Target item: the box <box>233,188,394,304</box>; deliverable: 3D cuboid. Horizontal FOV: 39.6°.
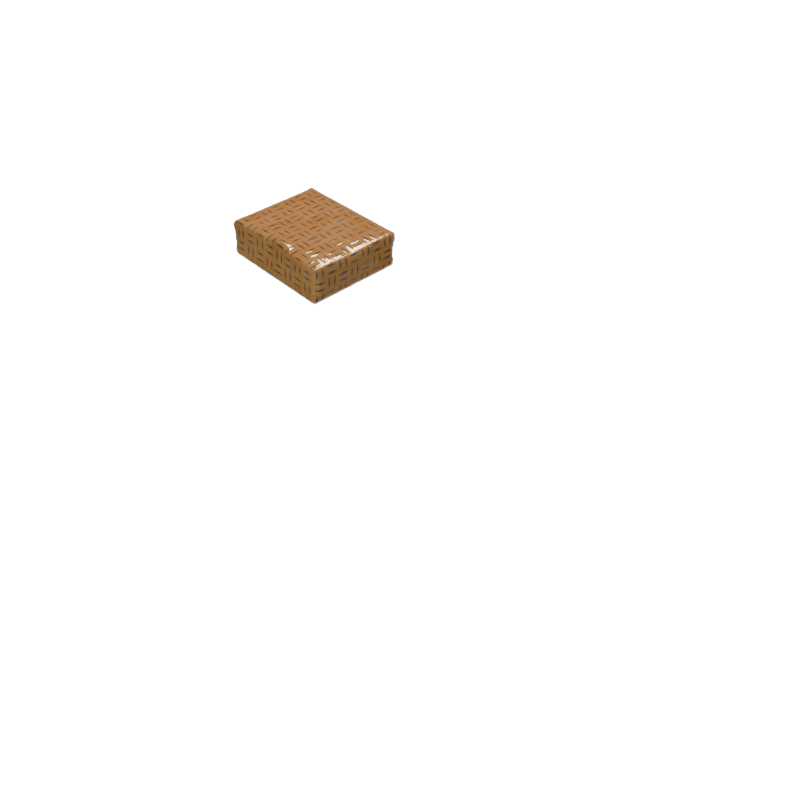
[{"bbox_3d":[-0.060,-0.110,0.771,0.073,0.028,0.096,-28,46,-32],"label":"box"}]
